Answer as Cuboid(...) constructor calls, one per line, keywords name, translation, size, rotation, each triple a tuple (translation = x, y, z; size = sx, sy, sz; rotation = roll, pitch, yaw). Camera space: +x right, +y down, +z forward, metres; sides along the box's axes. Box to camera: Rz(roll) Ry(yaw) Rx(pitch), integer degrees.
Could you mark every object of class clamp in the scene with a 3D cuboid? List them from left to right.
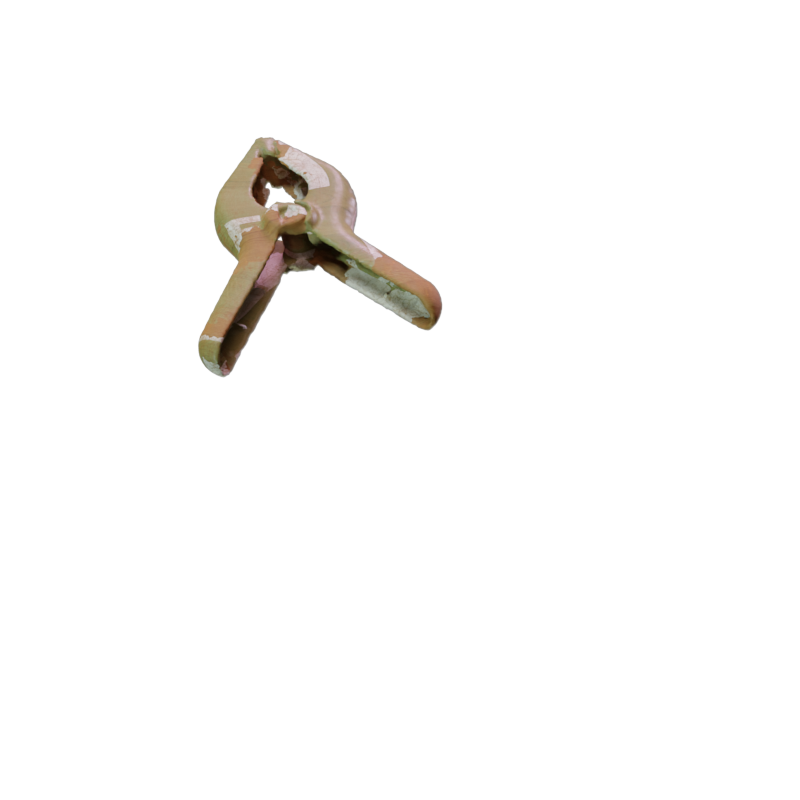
Cuboid(name="clamp", translation=(-0.046, -0.085, 0.592), size=(0.119, 0.185, 0.036), rotation=(-4, -43, -4))
